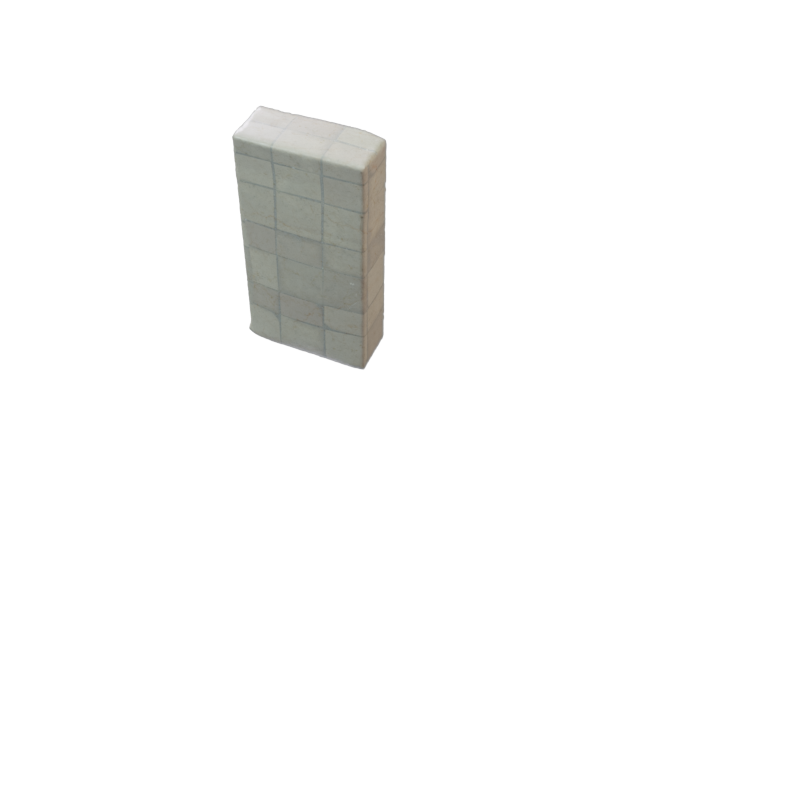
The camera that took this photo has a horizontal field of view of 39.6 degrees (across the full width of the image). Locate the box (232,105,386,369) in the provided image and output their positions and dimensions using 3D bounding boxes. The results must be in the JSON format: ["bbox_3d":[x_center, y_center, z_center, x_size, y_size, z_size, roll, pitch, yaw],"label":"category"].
[{"bbox_3d":[-0.058,-0.106,0.745,0.097,0.164,0.050,19,44,17],"label":"box"}]
